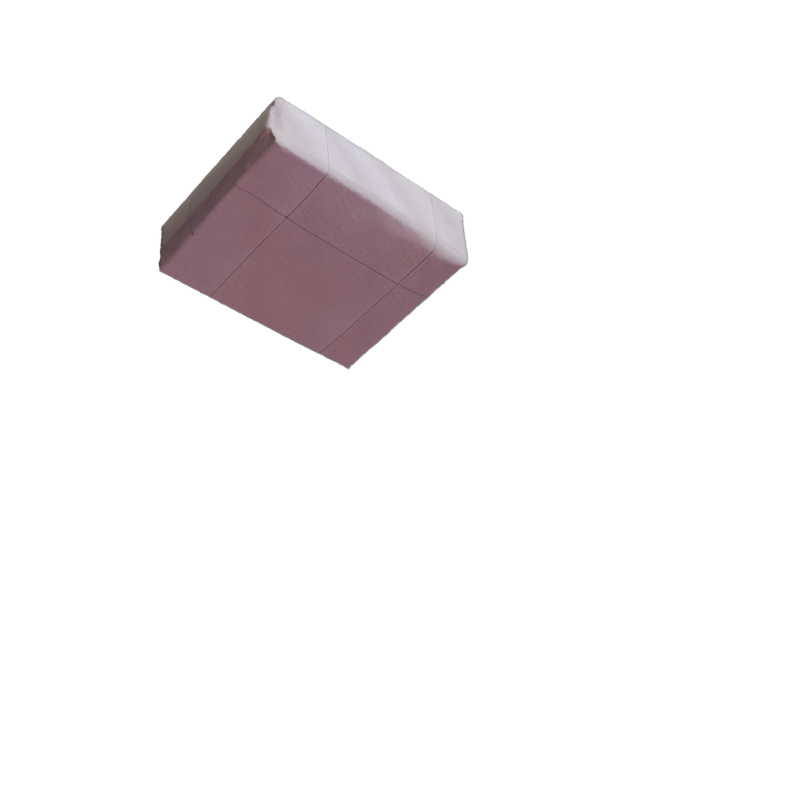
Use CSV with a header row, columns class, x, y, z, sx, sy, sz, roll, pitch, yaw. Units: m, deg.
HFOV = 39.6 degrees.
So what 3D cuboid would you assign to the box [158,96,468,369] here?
class,x,y,z,sx,sy,sz,roll,pitch,yaw
box,-0.039,-0.072,0.503,0.108,0.042,0.088,31,-54,-26
